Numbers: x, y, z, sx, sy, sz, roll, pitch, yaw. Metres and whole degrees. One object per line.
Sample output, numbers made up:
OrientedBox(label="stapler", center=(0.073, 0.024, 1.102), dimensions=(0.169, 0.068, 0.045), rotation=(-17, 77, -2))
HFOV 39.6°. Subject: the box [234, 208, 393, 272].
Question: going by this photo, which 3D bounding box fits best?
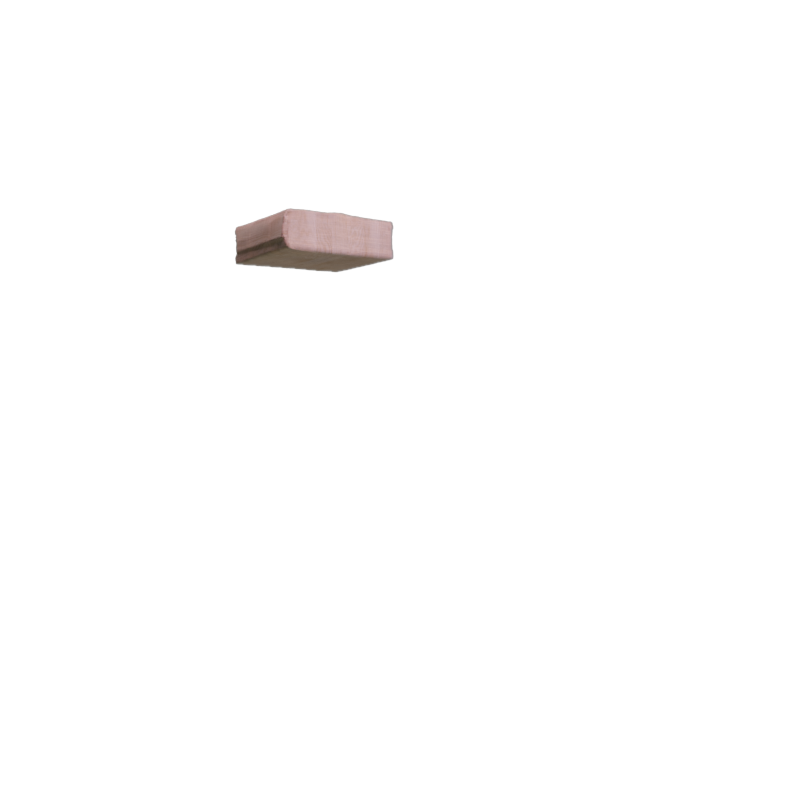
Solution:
OrientedBox(label="box", center=(-0.061, -0.111, 0.777), dimensions=(0.086, 0.031, 0.075), rotation=(2, -4, -33))
